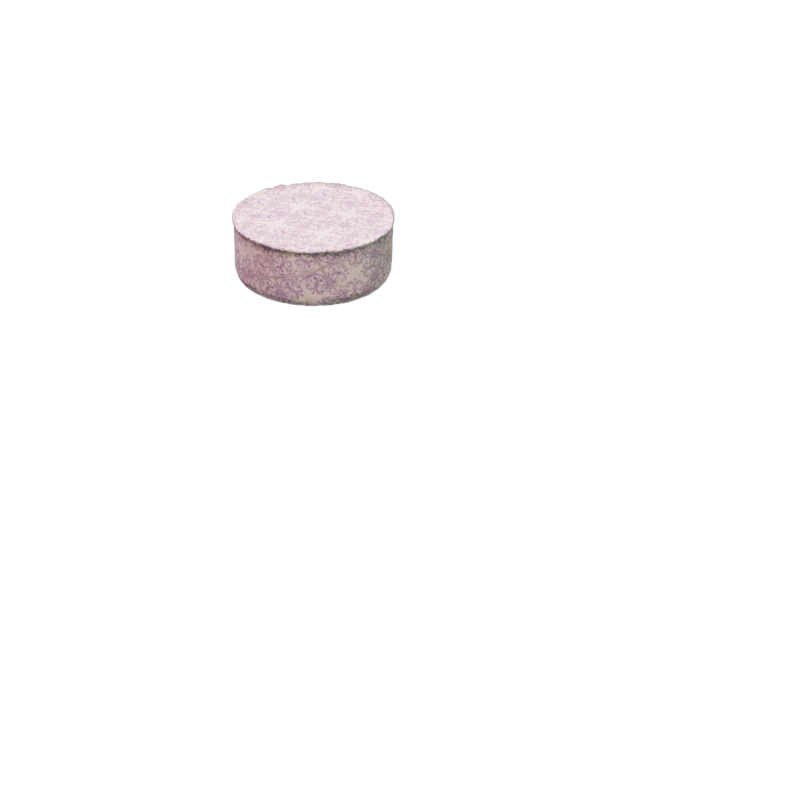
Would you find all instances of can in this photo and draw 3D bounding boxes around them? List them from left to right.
[{"bbox_3d":[-0.046,-0.084,0.591,0.086,0.032,0.091,-1,32,-2],"label":"can"}]
